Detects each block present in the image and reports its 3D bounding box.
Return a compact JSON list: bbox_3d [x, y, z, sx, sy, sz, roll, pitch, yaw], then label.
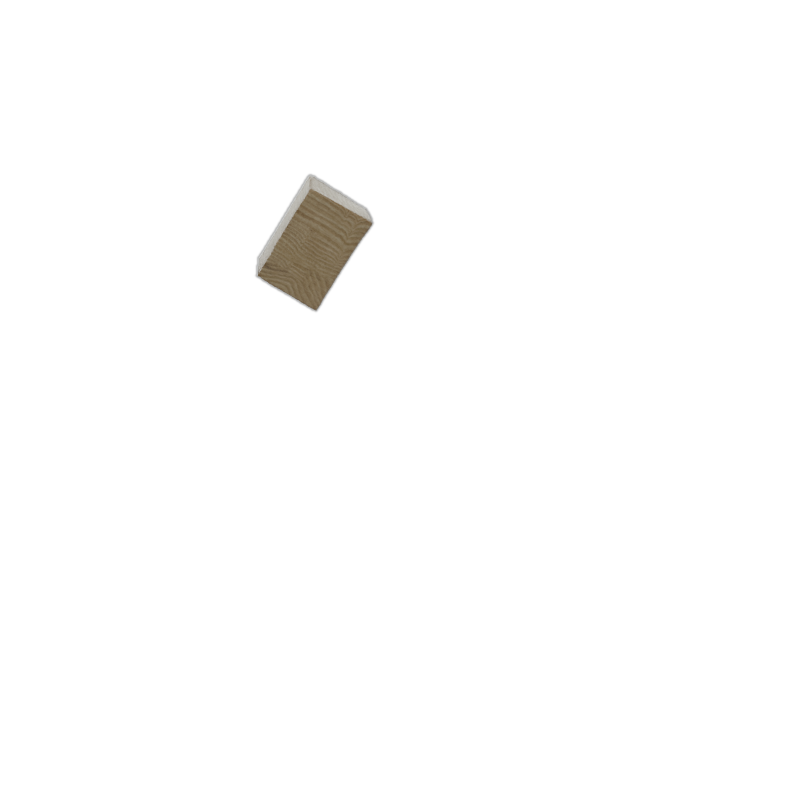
[{"bbox_3d":[-0.063,-0.115,0.804,0.051,0.077,0.053,31,14,-12],"label":"block"}]
